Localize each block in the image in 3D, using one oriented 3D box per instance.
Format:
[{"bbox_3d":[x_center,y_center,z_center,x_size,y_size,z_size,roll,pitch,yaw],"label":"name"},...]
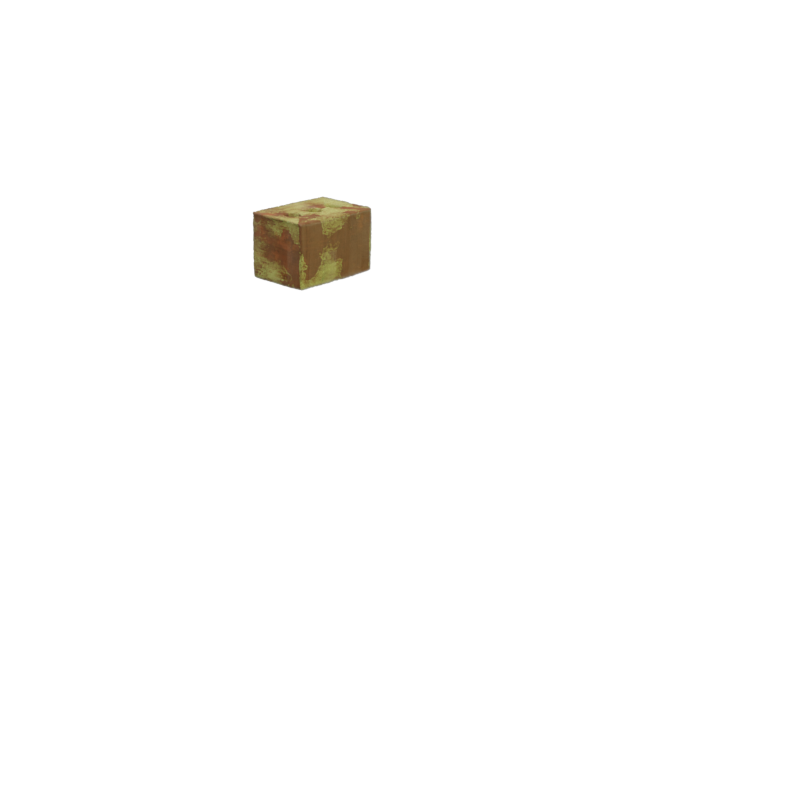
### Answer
[{"bbox_3d":[-0.065,-0.119,0.835,0.056,0.049,0.077,17,26,39],"label":"block"}]
